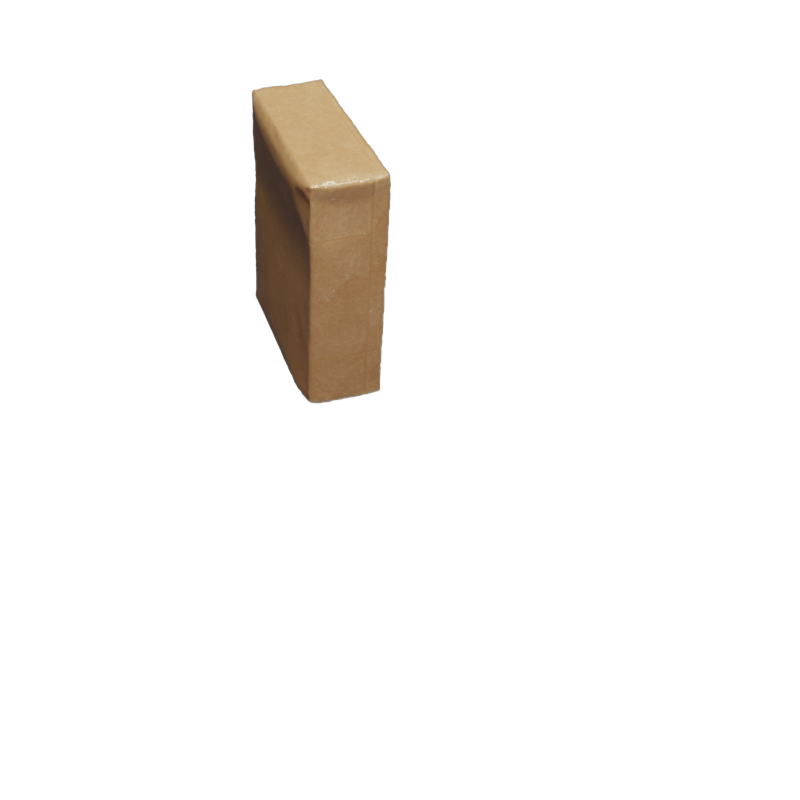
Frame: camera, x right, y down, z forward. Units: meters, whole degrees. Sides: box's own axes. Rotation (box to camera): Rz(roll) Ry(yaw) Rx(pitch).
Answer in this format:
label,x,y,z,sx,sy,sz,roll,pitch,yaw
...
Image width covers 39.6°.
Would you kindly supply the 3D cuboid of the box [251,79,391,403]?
label,x,y,z,sx,sy,sz,roll,pitch,yaw
box,-0.071,-0.130,0.913,0.071,0.200,0.178,-11,40,-17
